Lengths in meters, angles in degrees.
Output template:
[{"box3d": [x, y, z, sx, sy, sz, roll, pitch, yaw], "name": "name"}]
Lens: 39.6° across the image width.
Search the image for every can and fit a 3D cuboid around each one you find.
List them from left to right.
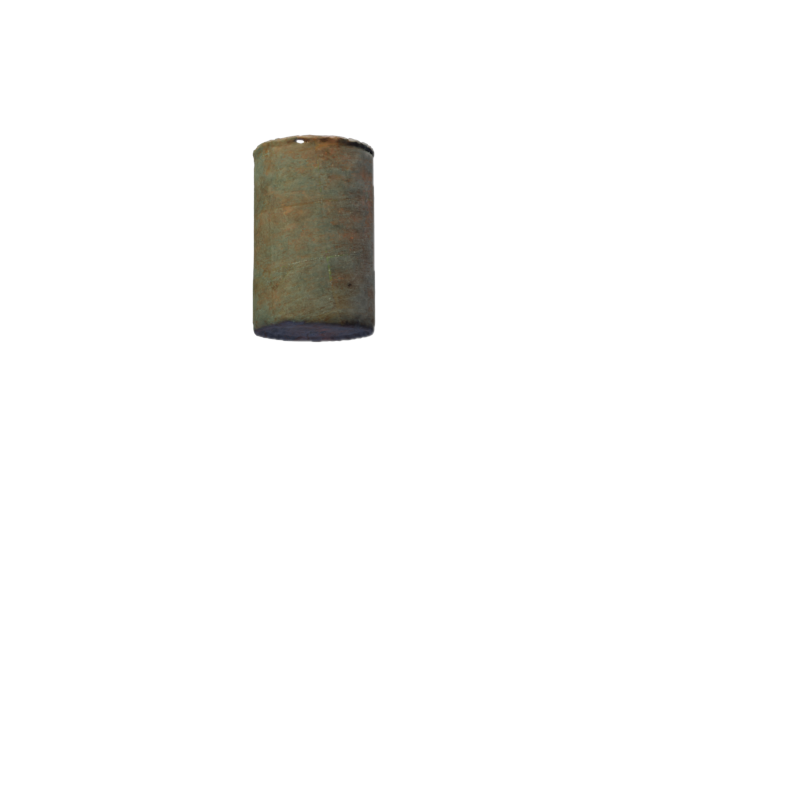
[{"box3d": [-0.047, -0.087, 0.607, 0.068, 0.105, 0.067, 0, -10, -2], "name": "can"}]
